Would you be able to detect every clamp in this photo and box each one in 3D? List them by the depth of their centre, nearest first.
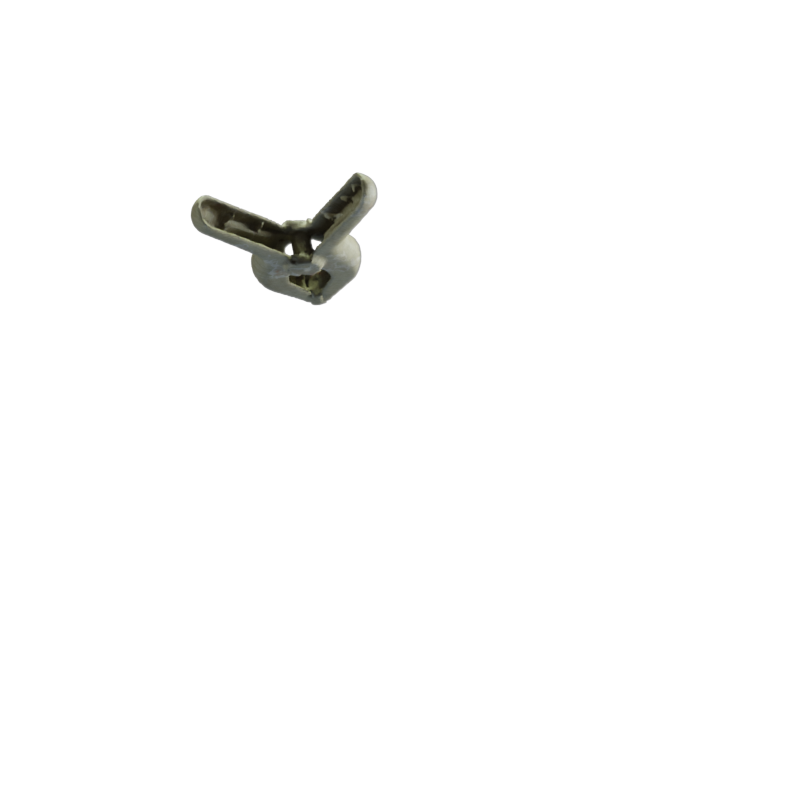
[{"bbox_3d":[-0.060,-0.110,0.770,0.122,0.041,0.162,-4,-14,14],"label":"clamp"}]
